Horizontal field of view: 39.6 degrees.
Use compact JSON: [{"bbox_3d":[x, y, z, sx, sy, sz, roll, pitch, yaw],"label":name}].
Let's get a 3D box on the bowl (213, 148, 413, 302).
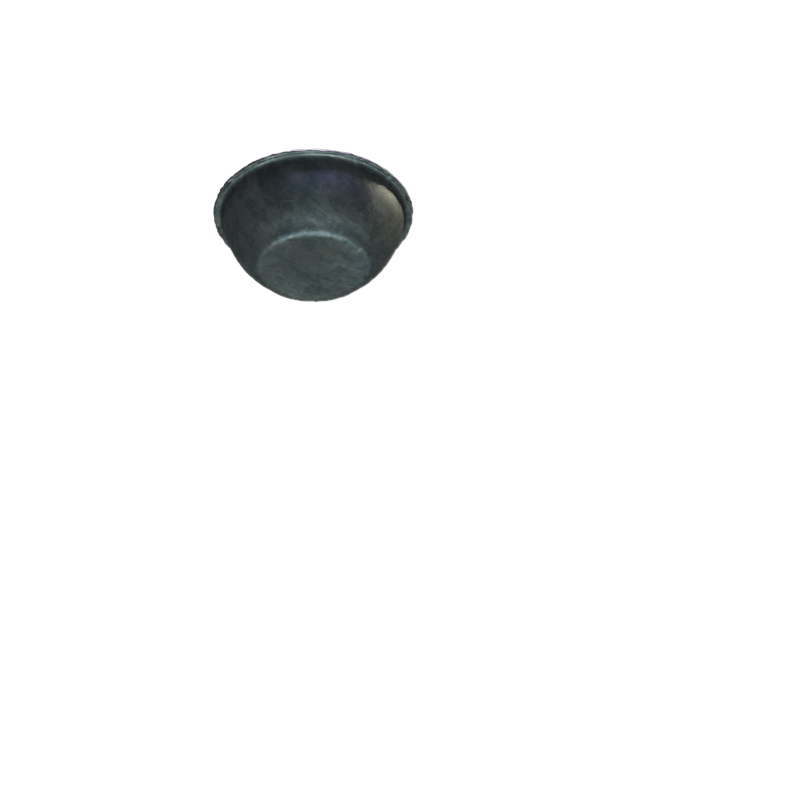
[{"bbox_3d":[-0.069,-0.126,0.882,0.162,0.059,0.152,1,-33,-2],"label":"bowl"}]
